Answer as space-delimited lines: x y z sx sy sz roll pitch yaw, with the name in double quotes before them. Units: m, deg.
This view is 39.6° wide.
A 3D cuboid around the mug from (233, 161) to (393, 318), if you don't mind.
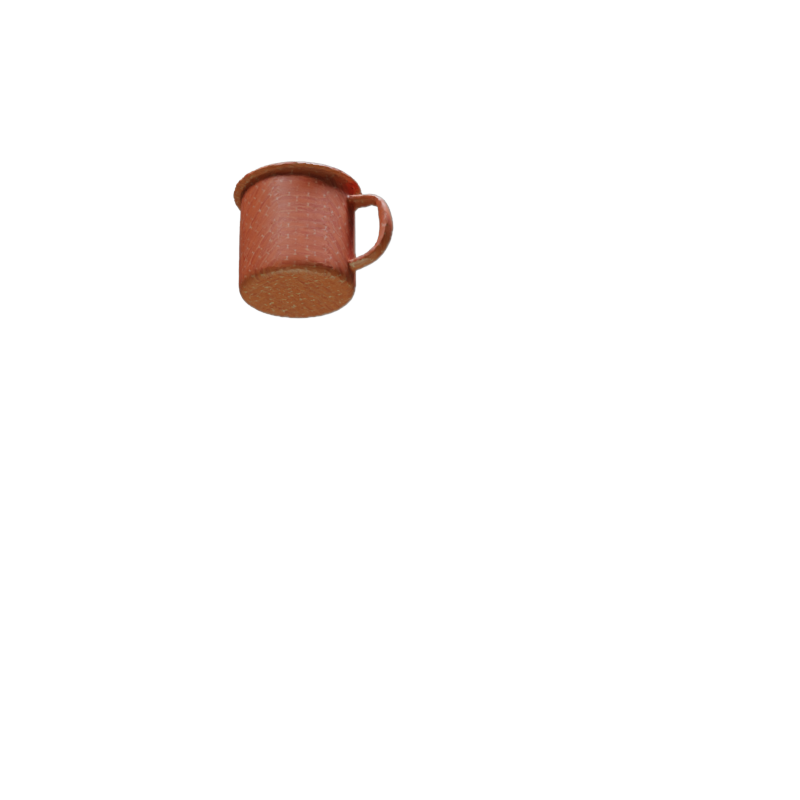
"mug" -0.061 -0.111 0.777 0.119 0.086 0.087 -8 -25 17
